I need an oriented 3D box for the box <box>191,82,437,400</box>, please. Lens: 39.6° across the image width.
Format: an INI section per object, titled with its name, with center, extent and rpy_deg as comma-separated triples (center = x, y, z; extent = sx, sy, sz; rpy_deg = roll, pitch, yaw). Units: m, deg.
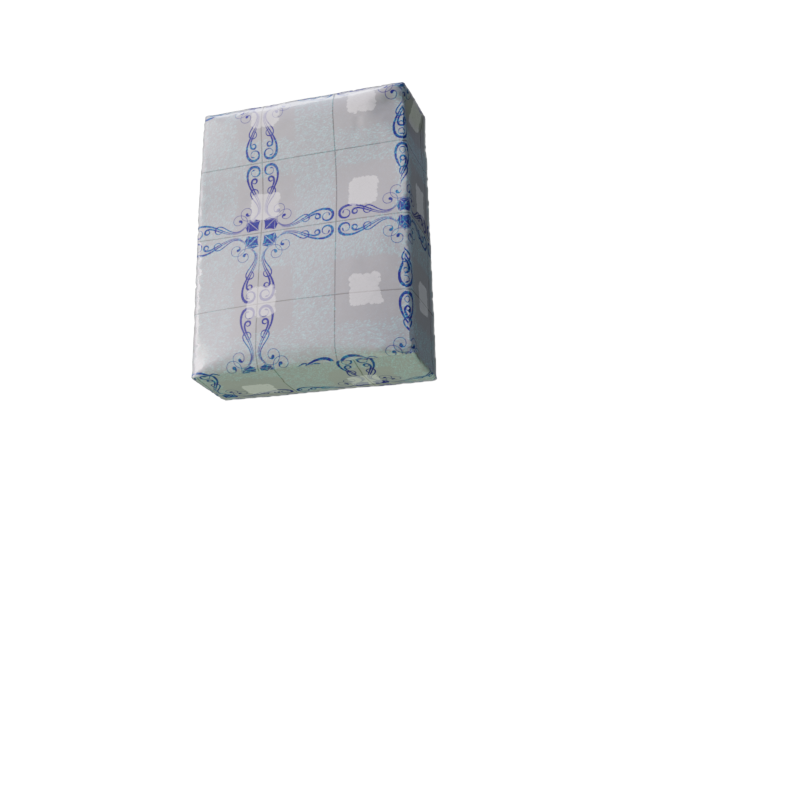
[box]
center = -0.064, -0.116, 0.814
extent = 0.167, 0.225, 0.067
rpy_deg = -7, -22, 16
